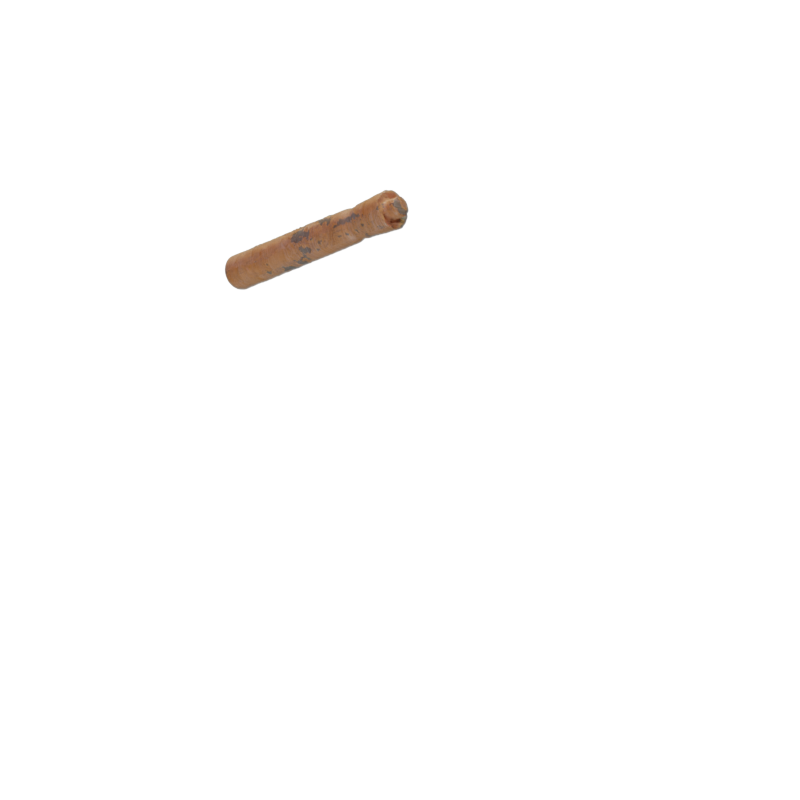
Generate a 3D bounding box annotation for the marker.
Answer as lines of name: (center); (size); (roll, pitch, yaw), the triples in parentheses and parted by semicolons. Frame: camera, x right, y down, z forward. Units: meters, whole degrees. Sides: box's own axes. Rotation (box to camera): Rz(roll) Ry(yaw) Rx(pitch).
marker: (-0.042, -0.076, 0.536); (0.019, 0.020, 0.123); (-4, -7, -45)
